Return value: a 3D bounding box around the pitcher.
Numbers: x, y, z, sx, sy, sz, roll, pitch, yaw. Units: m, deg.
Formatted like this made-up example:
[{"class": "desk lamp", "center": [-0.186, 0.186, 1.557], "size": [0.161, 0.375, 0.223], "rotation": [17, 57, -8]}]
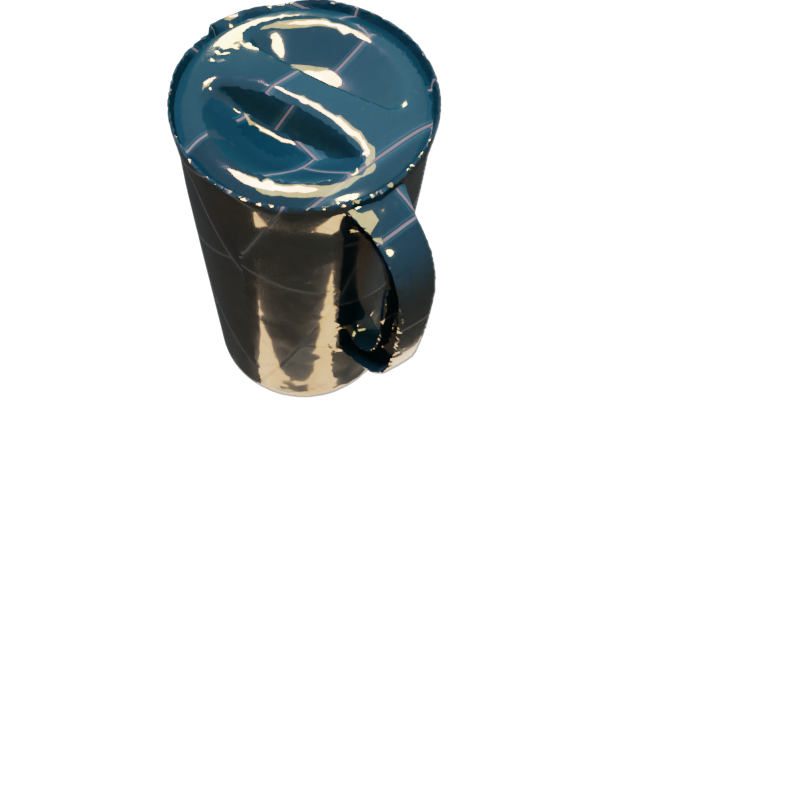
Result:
[{"class": "pitcher", "center": [-0.049, -0.090, 0.627], "size": [0.146, 0.157, 0.229], "rotation": [11, -28, 3]}]
